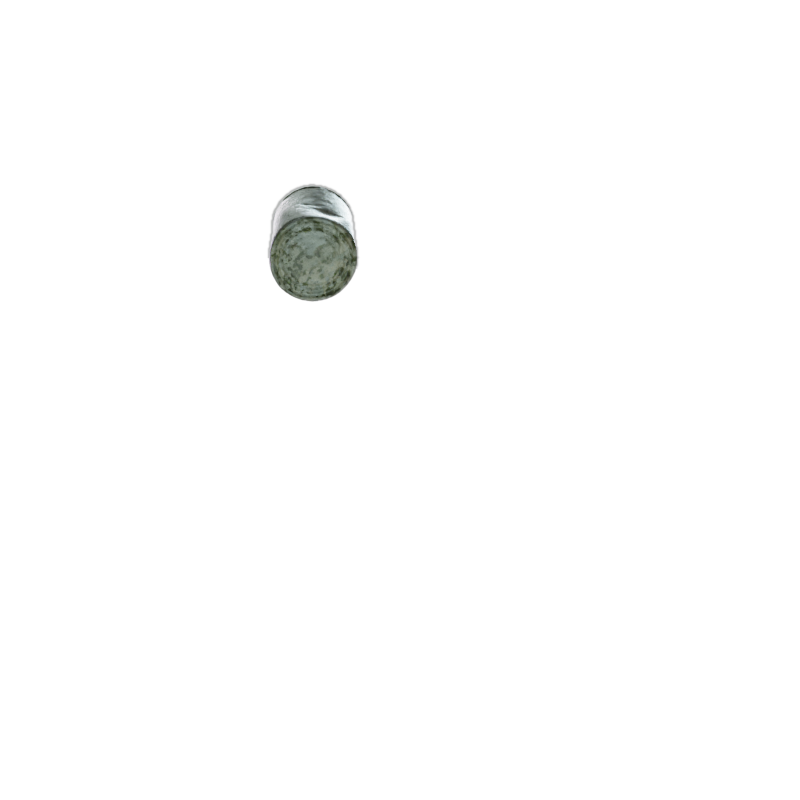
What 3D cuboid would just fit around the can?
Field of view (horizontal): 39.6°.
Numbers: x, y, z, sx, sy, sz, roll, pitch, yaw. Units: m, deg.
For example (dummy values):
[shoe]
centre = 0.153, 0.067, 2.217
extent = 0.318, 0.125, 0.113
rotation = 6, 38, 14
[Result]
[can]
centre = -0.068, -0.124, 0.871
extent = 0.068, 0.066, 0.107
rotation = 0, 21, -3
